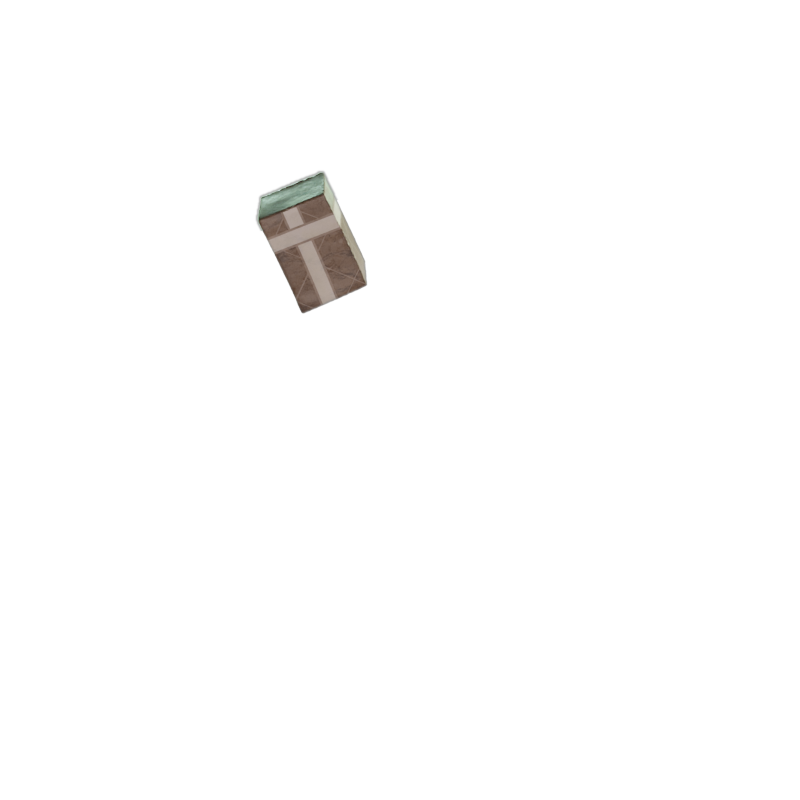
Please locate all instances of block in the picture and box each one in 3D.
[{"bbox_3d":[-0.062,-0.113,0.793,0.053,0.074,0.054,-21,22,7],"label":"block"}]
